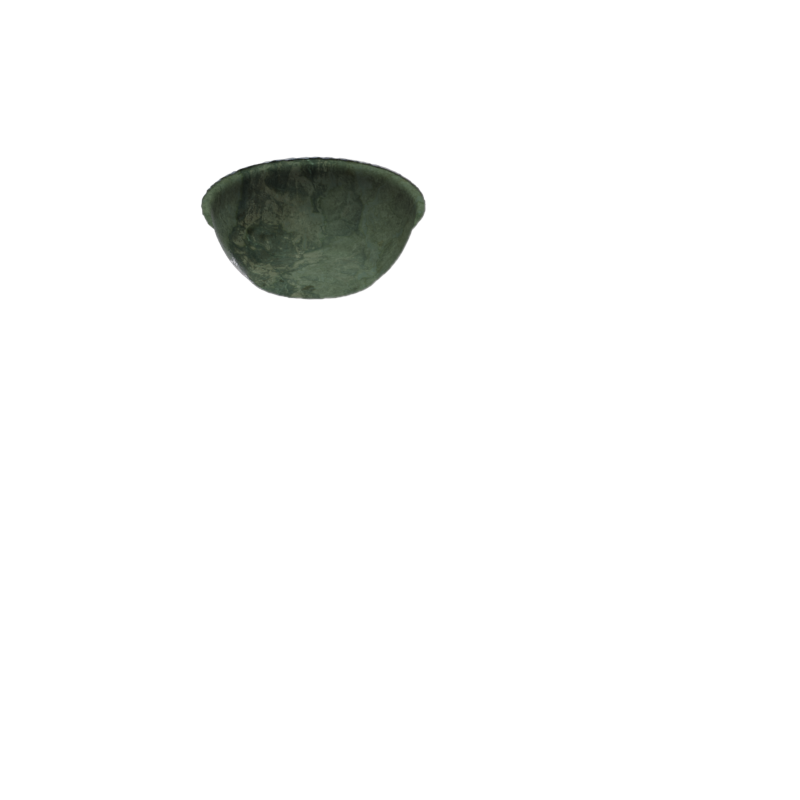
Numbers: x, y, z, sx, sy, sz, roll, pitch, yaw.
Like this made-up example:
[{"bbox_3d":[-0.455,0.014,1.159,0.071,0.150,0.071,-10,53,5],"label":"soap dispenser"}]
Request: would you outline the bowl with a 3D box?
[{"bbox_3d":[-0.062,-0.113,0.789,0.162,0.058,0.155,0,-18,-2],"label":"bowl"}]
